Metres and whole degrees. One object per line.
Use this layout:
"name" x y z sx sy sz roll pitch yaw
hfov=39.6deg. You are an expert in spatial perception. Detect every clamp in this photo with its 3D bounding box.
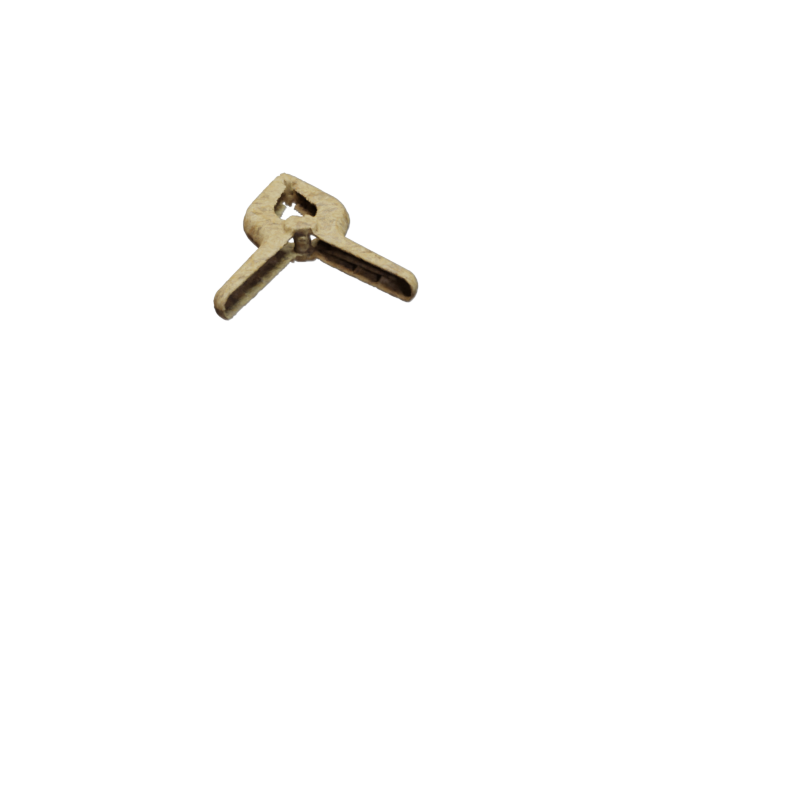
"clamp" -0.075 -0.137 0.960 0.164 0.034 0.225 -2 36 -3
